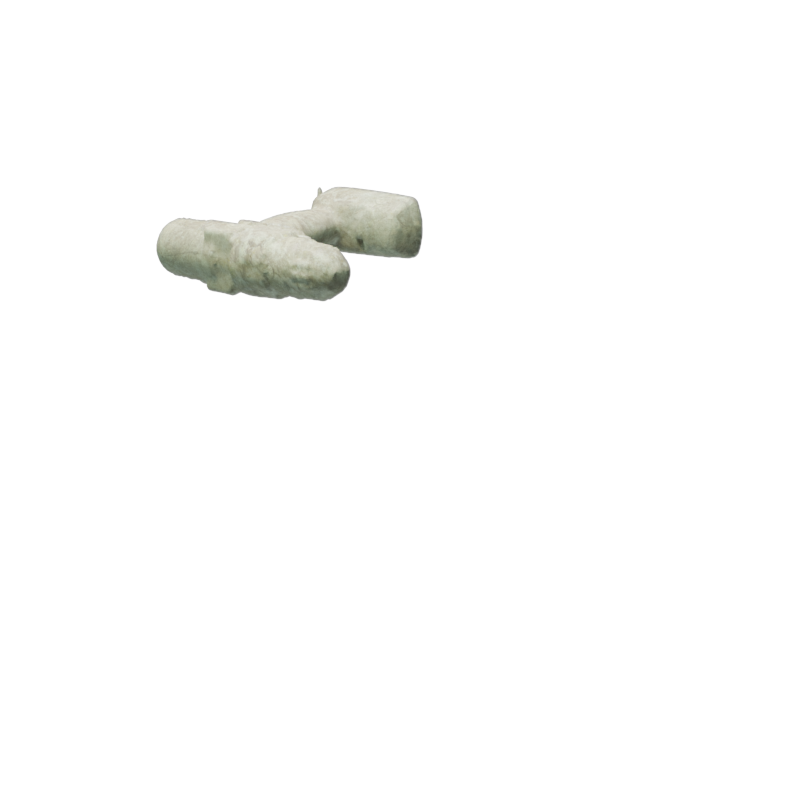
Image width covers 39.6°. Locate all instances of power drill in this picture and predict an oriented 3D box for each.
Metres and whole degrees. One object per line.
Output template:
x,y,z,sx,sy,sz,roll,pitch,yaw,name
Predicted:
-0.068,-0.123,0.864,0.195,0.055,0.184,16,25,39,power drill
